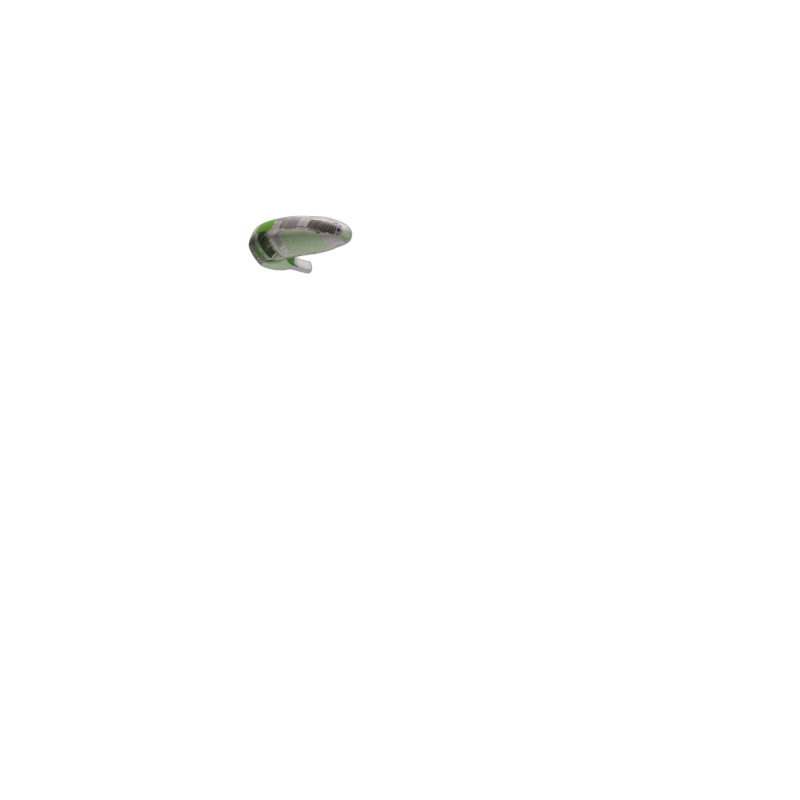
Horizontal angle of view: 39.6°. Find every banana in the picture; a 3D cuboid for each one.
[{"bbox_3d":[-0.094,-0.138,0.964,0.068,0.037,0.199,0,1,-14],"label":"banana"}]
